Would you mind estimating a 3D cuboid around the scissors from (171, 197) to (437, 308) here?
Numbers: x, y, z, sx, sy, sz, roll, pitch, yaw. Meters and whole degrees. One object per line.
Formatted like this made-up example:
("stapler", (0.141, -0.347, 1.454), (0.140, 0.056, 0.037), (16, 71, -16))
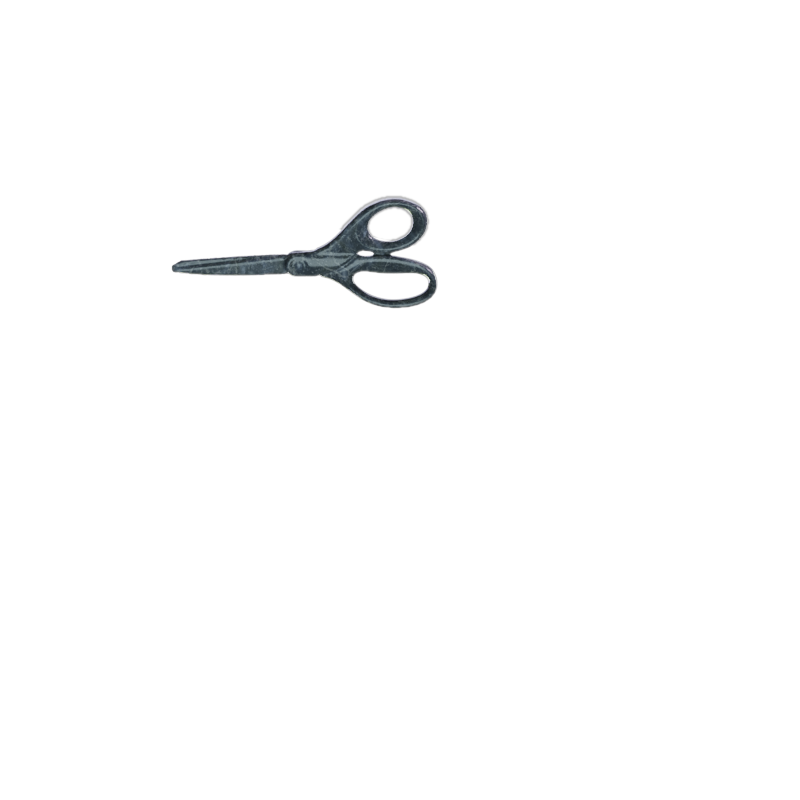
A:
("scissors", (-0.066, -0.120, 0.842), (0.200, 0.093, 0.016), (12, 19, -4))
